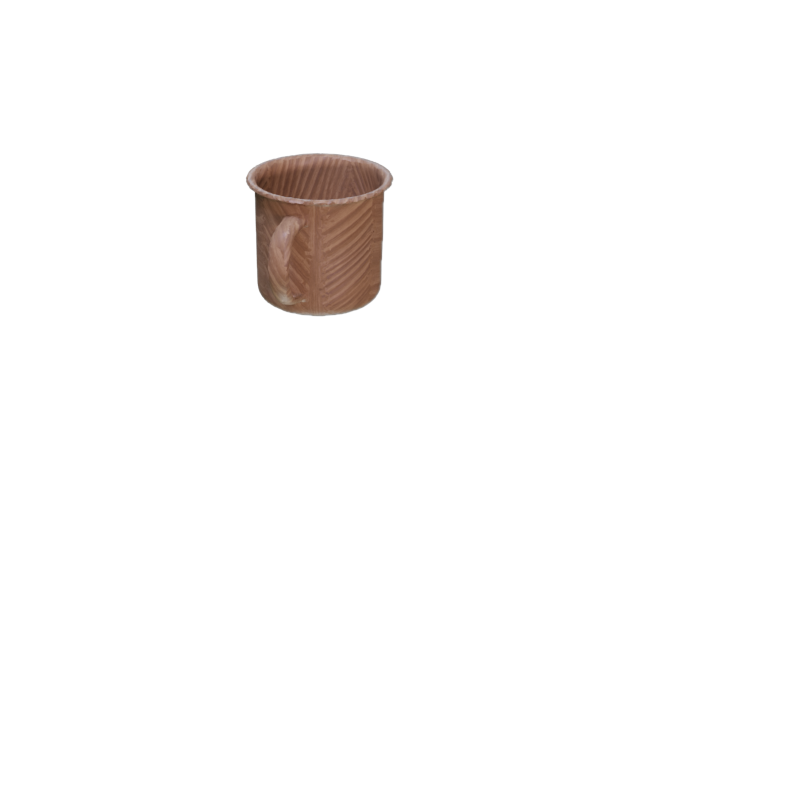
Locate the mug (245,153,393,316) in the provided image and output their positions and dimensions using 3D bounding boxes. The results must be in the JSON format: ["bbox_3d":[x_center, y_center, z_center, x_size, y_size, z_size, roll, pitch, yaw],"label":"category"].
[{"bbox_3d":[-0.055,-0.101,0.705,0.095,0.077,0.121,8,29,14],"label":"mug"}]
